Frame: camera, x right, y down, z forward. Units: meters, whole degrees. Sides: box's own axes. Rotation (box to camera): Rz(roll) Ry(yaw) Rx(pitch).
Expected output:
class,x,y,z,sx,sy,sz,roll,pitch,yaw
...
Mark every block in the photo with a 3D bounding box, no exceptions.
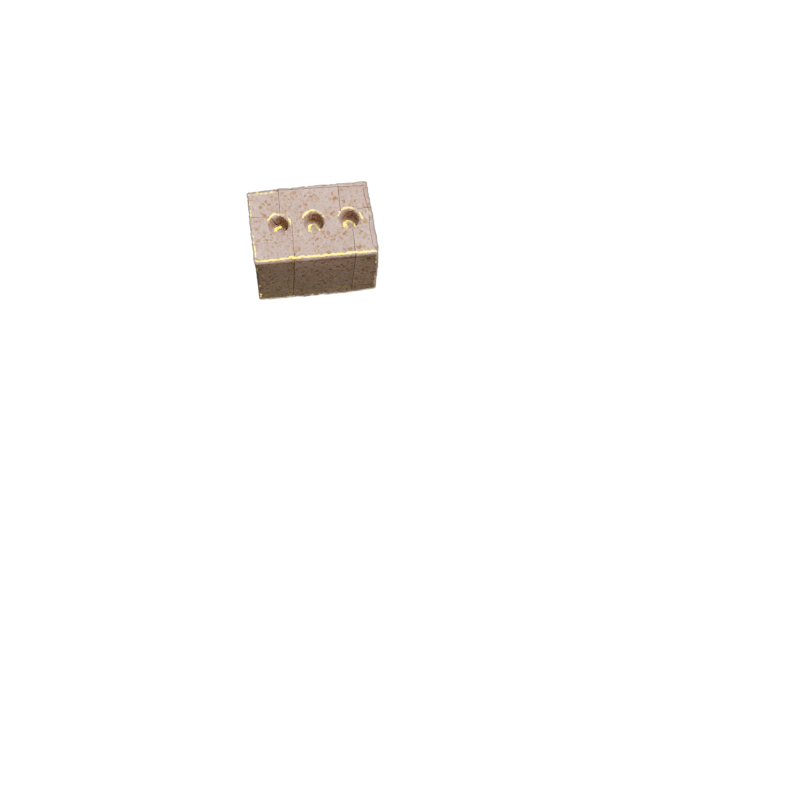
class,x,y,z,sx,sy,sz,roll,pitch,yaw
block,-0.055,-0.100,0.698,0.078,0.056,0.048,-7,-26,-5
